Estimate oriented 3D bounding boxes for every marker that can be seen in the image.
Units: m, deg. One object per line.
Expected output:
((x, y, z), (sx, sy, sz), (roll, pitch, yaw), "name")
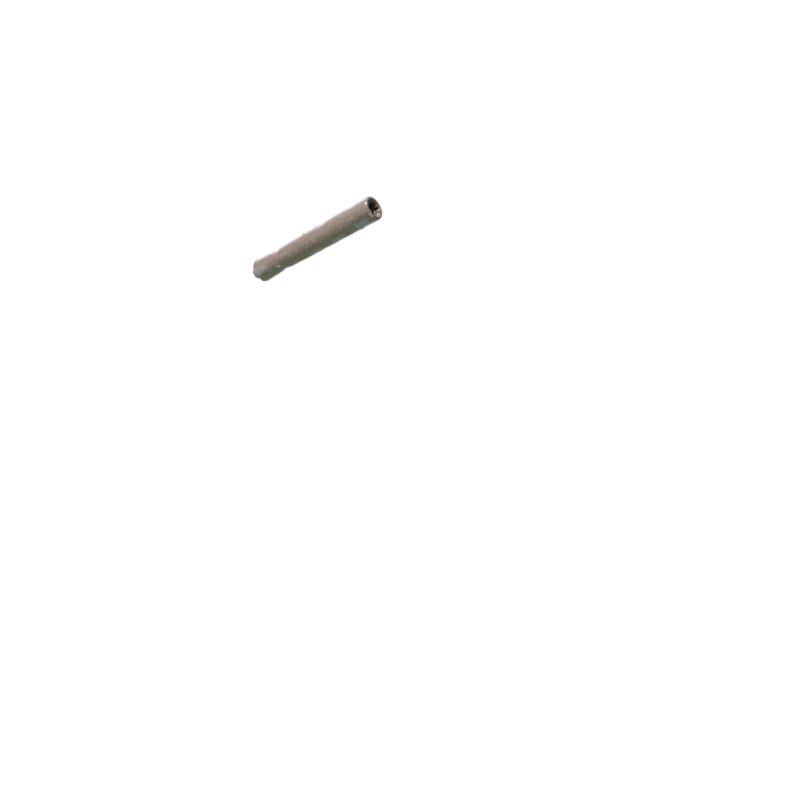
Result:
((-0.065, -0.119, 0.832), (0.121, 0.020, 0.019), (-23, -10, 33), "marker")
